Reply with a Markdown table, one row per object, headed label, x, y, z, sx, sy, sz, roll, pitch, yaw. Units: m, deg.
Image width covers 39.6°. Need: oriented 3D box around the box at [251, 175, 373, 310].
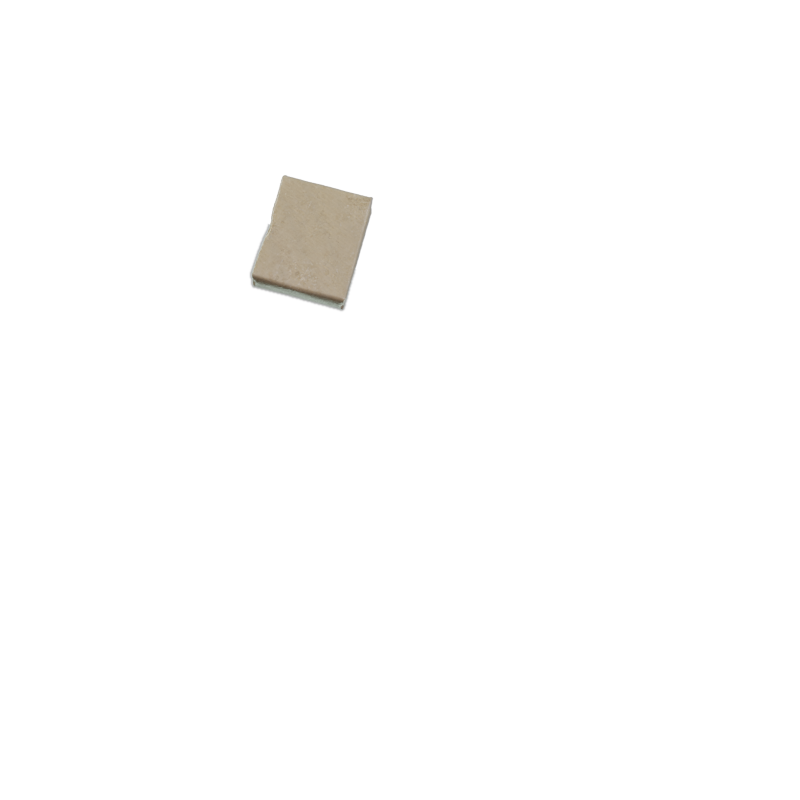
| label | x | y | z | sx | sy | sz | roll | pitch | yaw |
| --- | --- | --- | --- | --- | --- | --- | --- | --- | --- |
| box | -0.066 | -0.121 | 0.847 | 0.074 | 0.093 | 0.029 | 14 | -19 | 4 |
